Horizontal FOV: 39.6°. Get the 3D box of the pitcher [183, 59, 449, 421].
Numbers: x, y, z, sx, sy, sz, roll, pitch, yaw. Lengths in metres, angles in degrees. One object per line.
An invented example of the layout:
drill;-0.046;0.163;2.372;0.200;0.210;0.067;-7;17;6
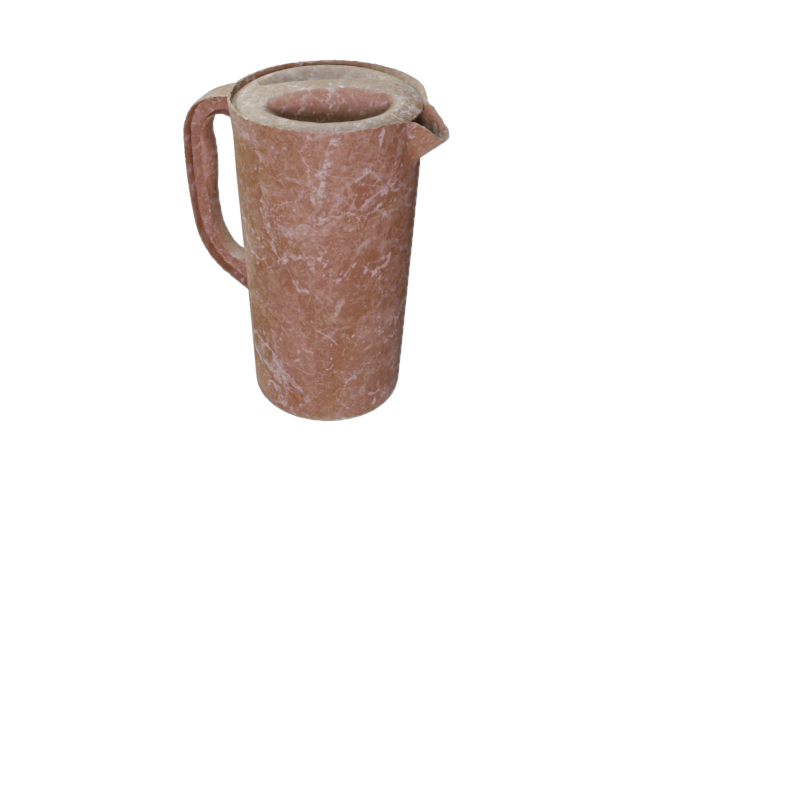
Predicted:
pitcher;-0.062;-0.113;0.790;0.143;0.228;0.161;-13;35;-23
